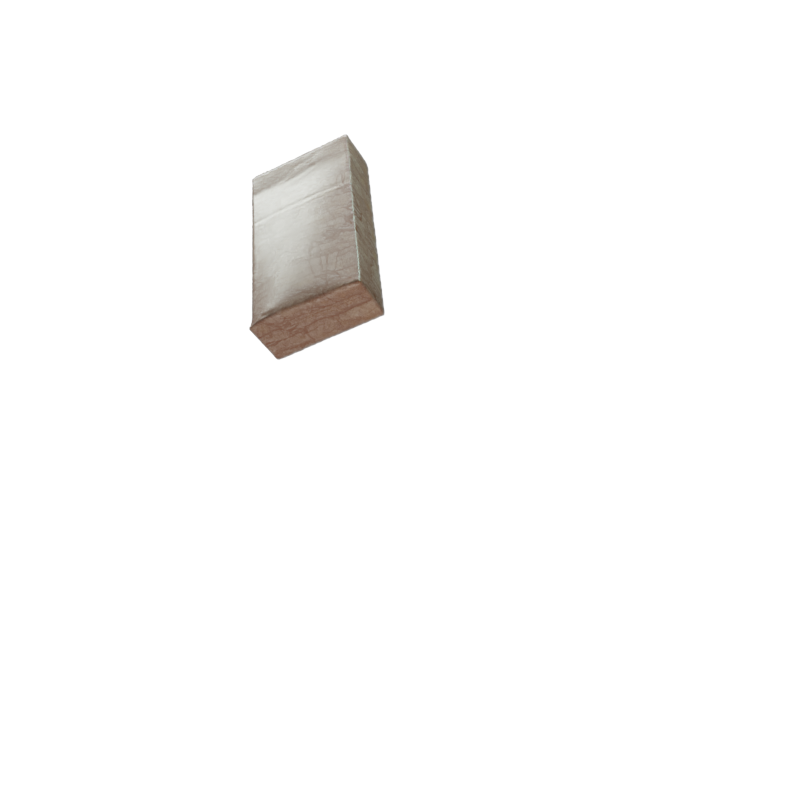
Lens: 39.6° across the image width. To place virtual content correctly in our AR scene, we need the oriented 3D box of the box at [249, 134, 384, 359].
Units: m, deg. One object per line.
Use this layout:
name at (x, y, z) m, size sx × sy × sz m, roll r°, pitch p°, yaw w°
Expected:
box at (-0.066, -0.121, 0.852) m, size 0.094 × 0.189 × 0.044 m, roll -22°, pitch -49°, yaw 17°
